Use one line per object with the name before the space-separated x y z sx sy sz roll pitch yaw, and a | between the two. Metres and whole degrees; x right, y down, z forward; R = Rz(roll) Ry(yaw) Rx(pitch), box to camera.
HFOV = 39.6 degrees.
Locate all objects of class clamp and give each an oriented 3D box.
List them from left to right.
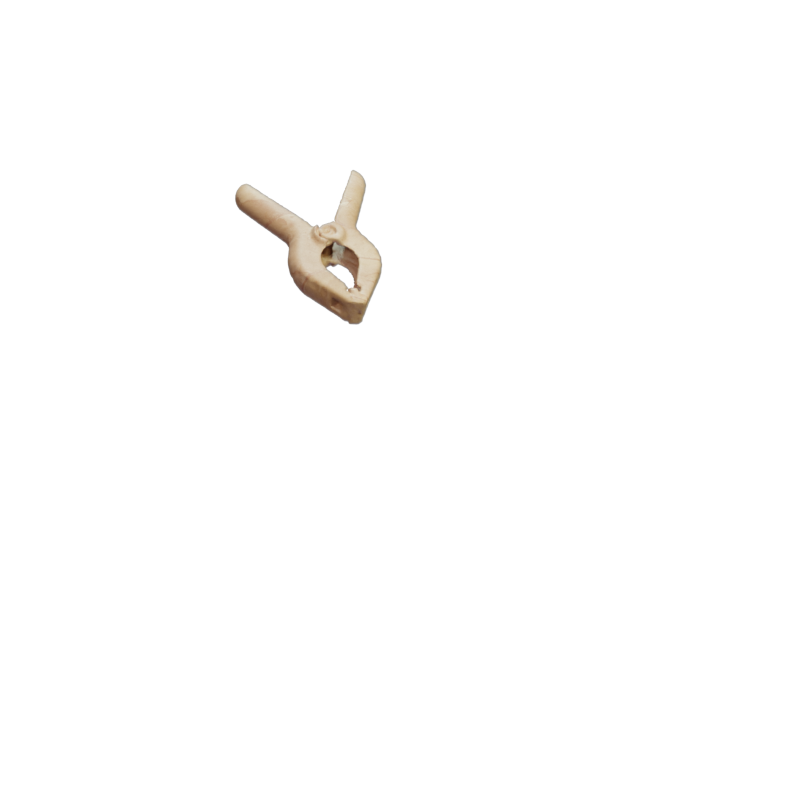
clamp | -0.074 -0.135 0.948 0.119 0.185 0.036 -8 -43 -8
